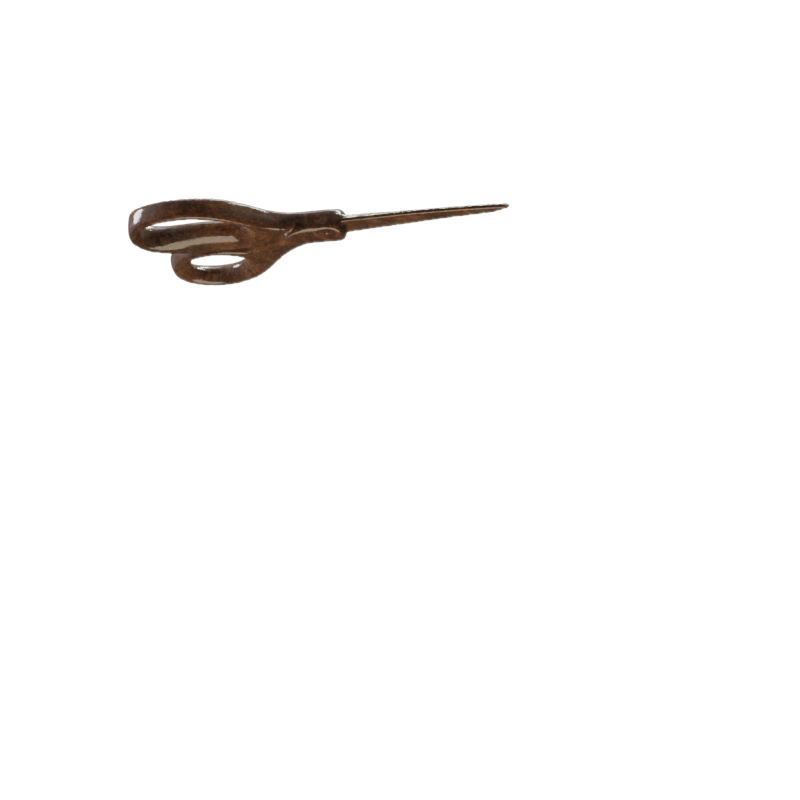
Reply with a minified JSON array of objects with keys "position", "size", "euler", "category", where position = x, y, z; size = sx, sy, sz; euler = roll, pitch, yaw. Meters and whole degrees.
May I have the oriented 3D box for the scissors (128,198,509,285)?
[{"position":[-0.048,-0.088,0.617],"size":[0.201,0.017,0.092],"euler":[1,-19,-3],"category":"scissors"}]
